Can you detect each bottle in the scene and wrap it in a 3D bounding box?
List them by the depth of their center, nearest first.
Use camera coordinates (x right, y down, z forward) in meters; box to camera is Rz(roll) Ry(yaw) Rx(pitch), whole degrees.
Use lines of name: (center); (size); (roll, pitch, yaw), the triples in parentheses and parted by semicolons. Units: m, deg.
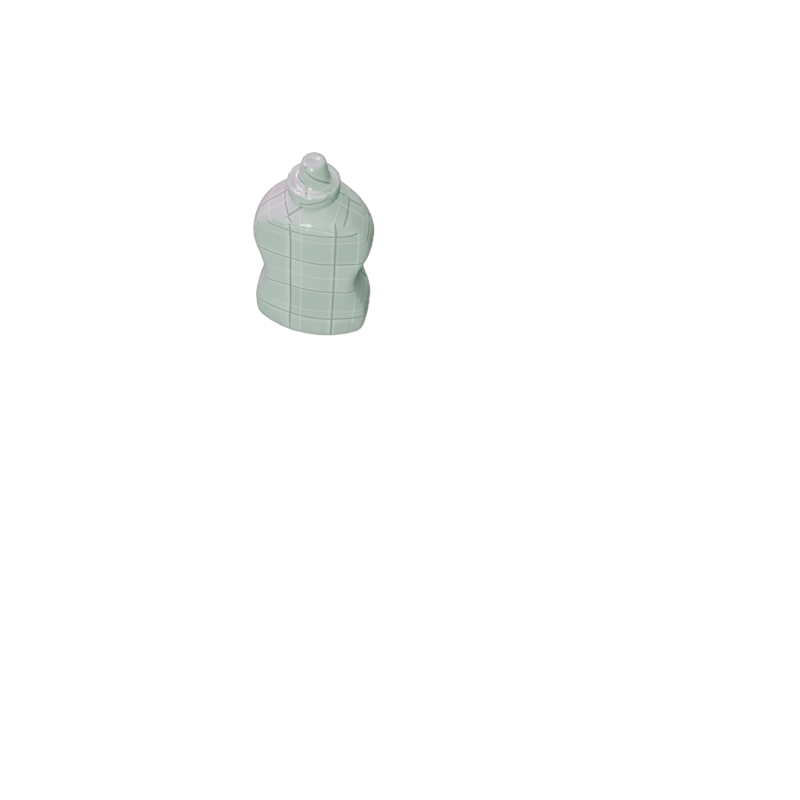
bottle: (-0.070, -0.129, 0.898); (0.097, 0.062, 0.179); (13, -33, 5)
